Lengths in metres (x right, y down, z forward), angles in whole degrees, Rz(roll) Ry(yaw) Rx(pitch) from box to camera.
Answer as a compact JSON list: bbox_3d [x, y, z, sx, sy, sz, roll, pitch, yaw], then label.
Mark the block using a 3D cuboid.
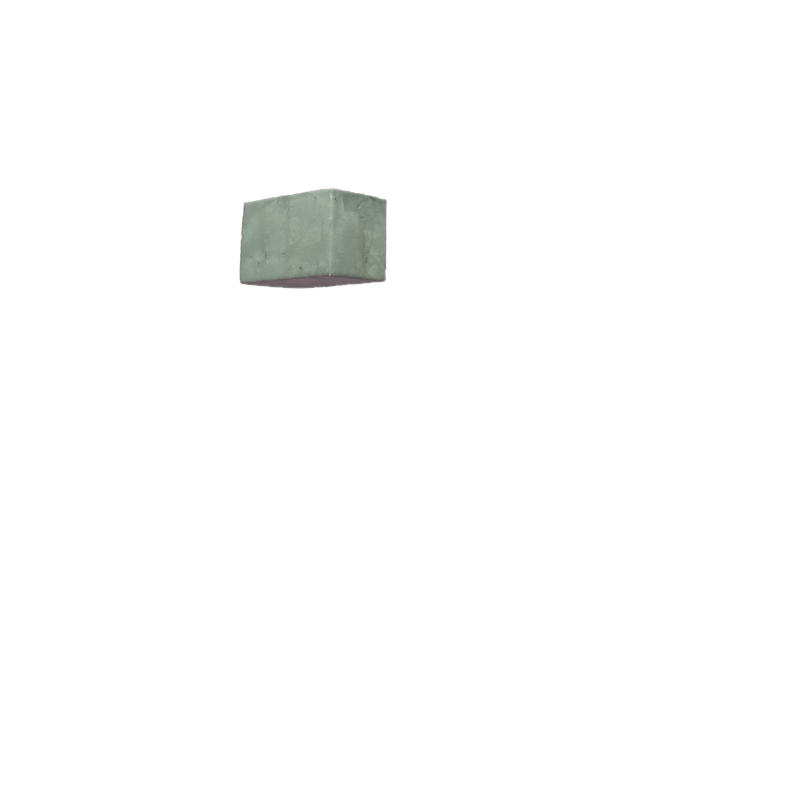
[{"bbox_3d":[-0.053,-0.097,0.678,0.081,0.052,0.050,-2,-4,41],"label":"block"}]
